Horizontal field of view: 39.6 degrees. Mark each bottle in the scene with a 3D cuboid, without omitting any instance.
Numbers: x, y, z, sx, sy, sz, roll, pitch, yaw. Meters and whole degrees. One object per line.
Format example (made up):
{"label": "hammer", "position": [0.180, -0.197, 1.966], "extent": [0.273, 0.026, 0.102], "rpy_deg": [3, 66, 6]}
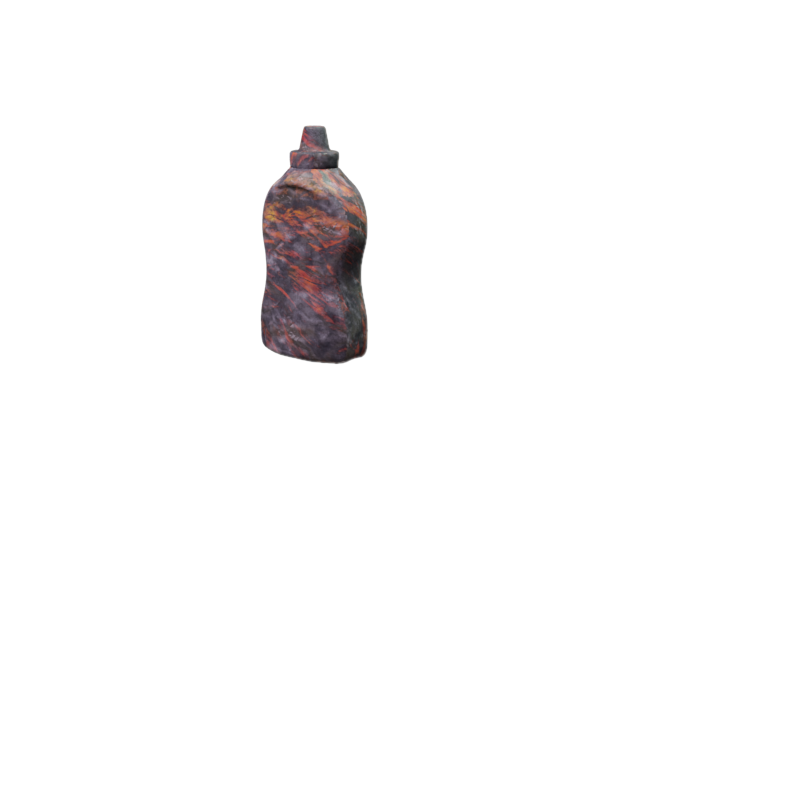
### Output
{"label": "bottle", "position": [-0.072, -0.132, 0.923], "extent": [0.101, 0.187, 0.057], "rpy_deg": [10, 14, 39]}
